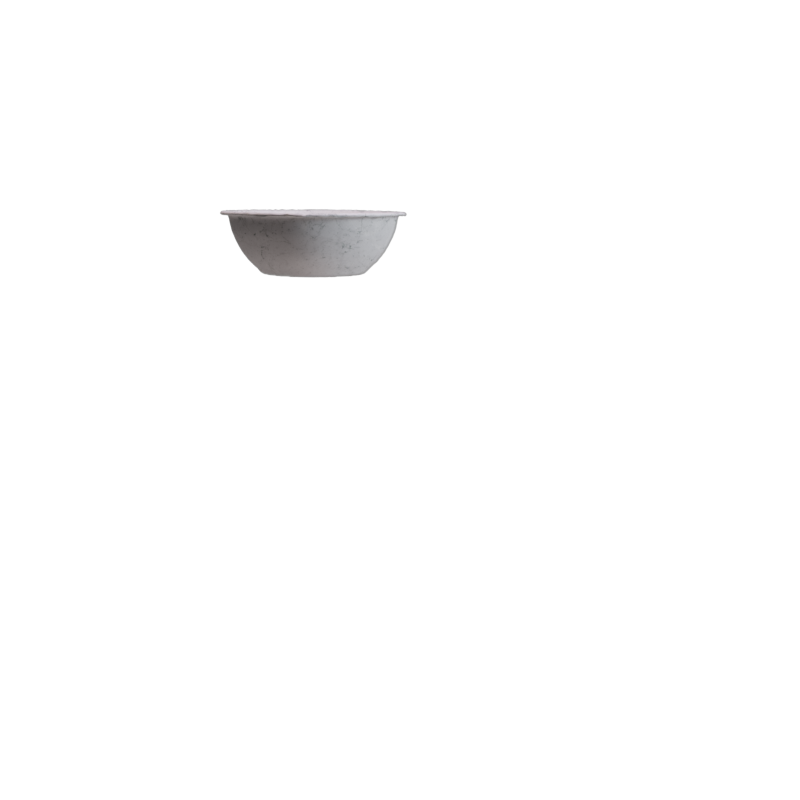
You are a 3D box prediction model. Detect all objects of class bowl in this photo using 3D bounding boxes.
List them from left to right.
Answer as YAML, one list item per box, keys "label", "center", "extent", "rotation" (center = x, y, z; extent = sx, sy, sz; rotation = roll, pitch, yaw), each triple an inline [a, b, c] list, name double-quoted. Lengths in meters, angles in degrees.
- label: "bowl"
  center: [-0.075, -0.138, 0.964]
  extent: [0.162, 0.054, 0.165]
  rotation: [0, 10, -2]
